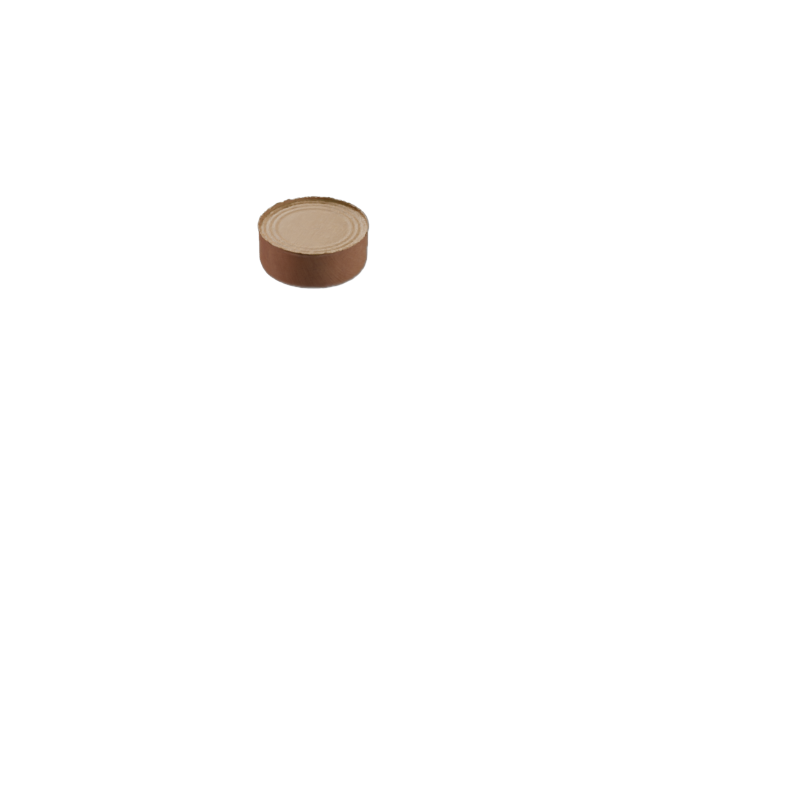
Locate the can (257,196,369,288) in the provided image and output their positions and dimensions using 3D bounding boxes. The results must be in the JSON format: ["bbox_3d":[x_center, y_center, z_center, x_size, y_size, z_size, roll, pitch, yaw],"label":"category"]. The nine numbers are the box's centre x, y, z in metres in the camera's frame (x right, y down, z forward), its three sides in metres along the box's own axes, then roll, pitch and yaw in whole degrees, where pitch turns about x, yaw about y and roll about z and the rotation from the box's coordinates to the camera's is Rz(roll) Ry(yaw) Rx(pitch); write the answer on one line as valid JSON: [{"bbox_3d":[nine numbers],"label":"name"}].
[{"bbox_3d":[-0.067,-0.123,0.858,0.086,0.031,0.092,-1,37,-2],"label":"can"}]
